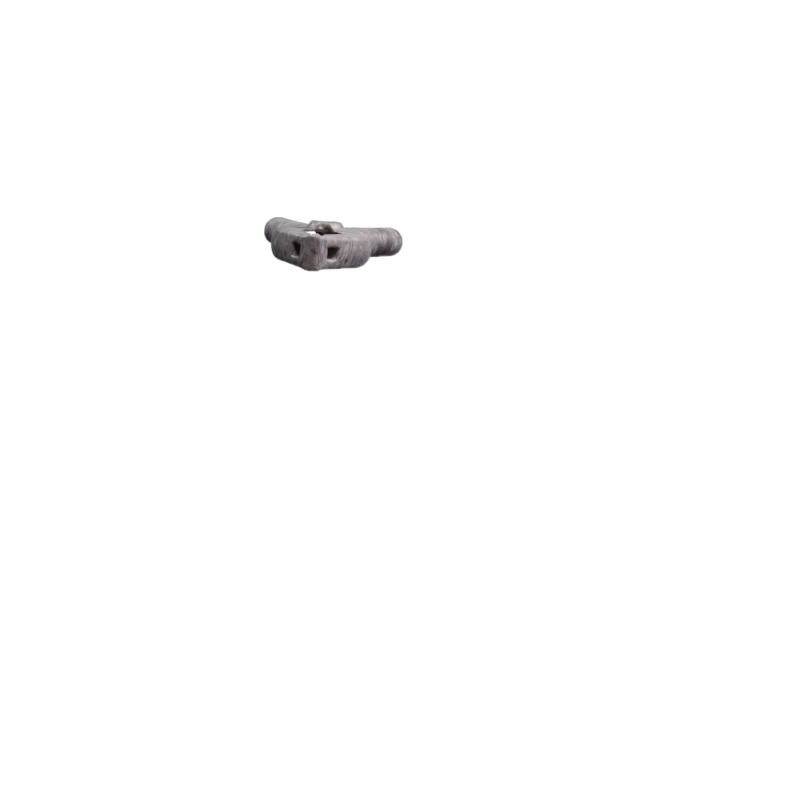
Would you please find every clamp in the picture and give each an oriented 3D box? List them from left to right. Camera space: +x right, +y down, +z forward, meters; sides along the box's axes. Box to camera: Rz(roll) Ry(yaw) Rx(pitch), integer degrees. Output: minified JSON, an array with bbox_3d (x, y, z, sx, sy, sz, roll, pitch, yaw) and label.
[{"bbox_3d":[-0.071,-0.129,0.905,0.122,0.039,0.171,2,10,12],"label":"clamp"}]
